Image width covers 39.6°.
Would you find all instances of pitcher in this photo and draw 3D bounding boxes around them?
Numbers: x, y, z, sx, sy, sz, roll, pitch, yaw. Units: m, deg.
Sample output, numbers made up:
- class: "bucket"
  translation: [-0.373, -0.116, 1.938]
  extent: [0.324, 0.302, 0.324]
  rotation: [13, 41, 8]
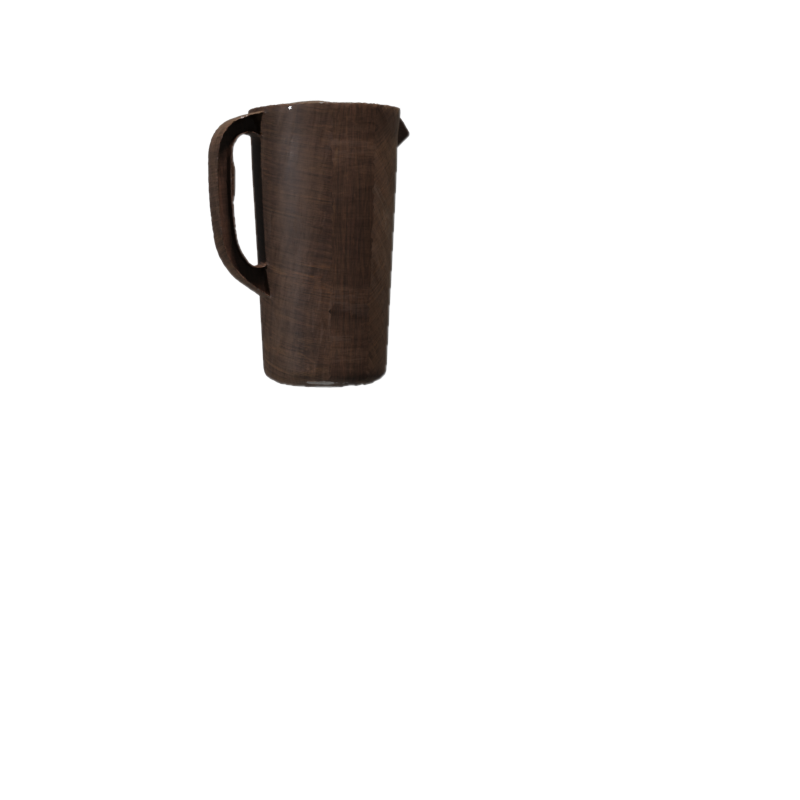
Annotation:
- class: "pitcher"
  translation: [-0.075, -0.137, 0.961]
  extent: [0.152, 0.242, 0.143]
  rotation: [1, 3, 14]
